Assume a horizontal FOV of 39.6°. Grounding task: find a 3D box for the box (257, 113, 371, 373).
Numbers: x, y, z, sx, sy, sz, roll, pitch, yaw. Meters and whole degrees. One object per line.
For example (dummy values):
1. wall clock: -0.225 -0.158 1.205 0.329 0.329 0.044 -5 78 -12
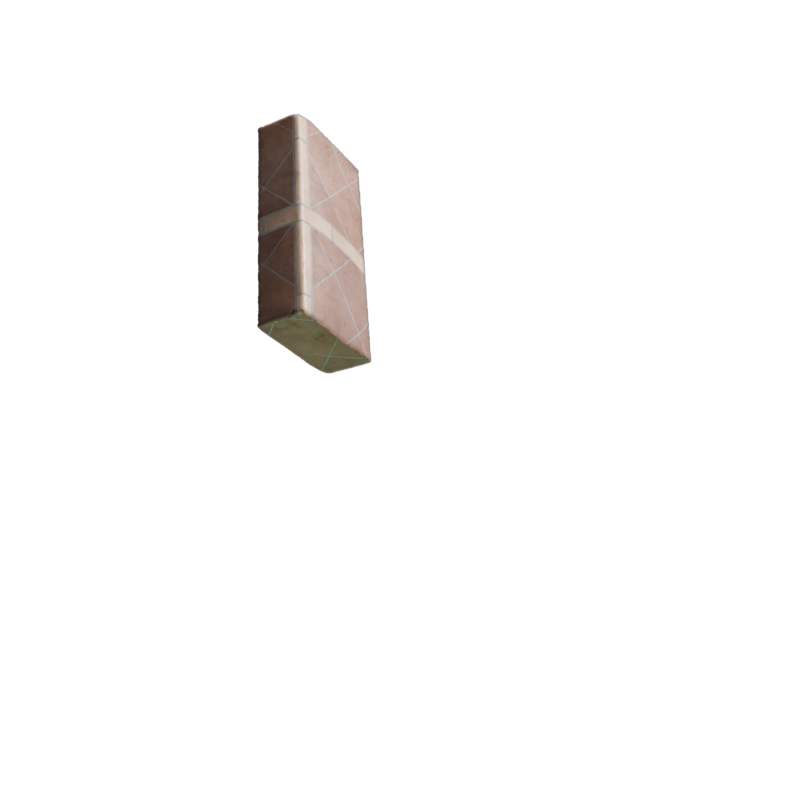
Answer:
1. box: -0.064 -0.117 0.819 0.049 0.188 0.086 -18 -33 25
